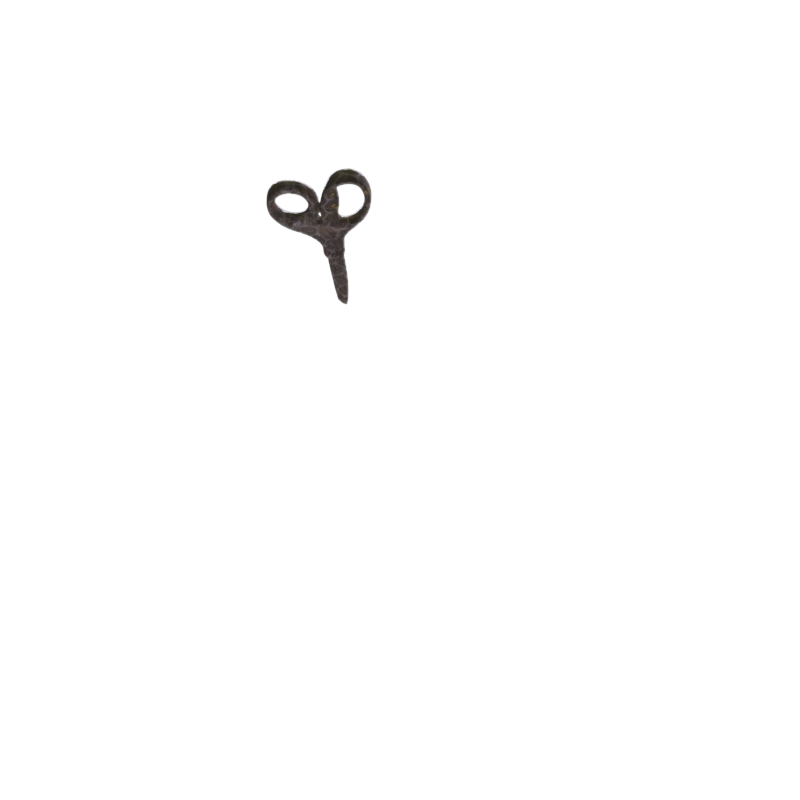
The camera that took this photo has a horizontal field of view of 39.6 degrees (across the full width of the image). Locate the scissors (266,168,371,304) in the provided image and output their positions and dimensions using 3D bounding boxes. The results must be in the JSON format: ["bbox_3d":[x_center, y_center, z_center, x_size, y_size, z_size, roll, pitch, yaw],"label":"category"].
[{"bbox_3d":[-0.076,-0.139,0.973,0.095,0.017,0.192,6,-29,-11],"label":"scissors"}]
